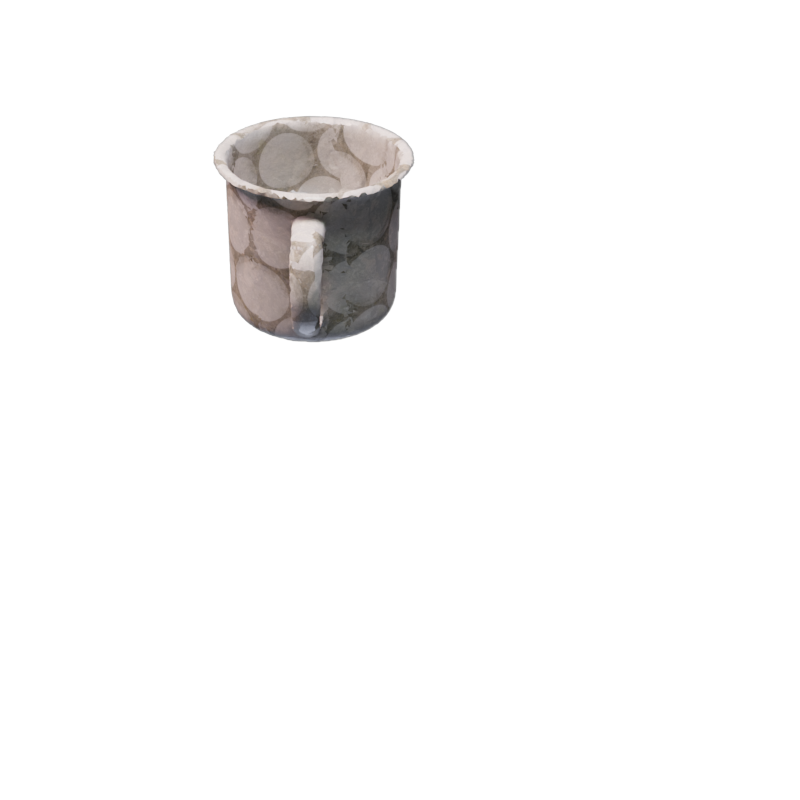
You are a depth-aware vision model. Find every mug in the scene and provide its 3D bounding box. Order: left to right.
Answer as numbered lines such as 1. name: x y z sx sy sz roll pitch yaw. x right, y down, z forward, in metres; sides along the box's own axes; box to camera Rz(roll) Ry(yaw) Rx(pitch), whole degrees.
1. mug: -0.041 -0.075 0.523 0.093 0.077 0.125 0 33 -2
